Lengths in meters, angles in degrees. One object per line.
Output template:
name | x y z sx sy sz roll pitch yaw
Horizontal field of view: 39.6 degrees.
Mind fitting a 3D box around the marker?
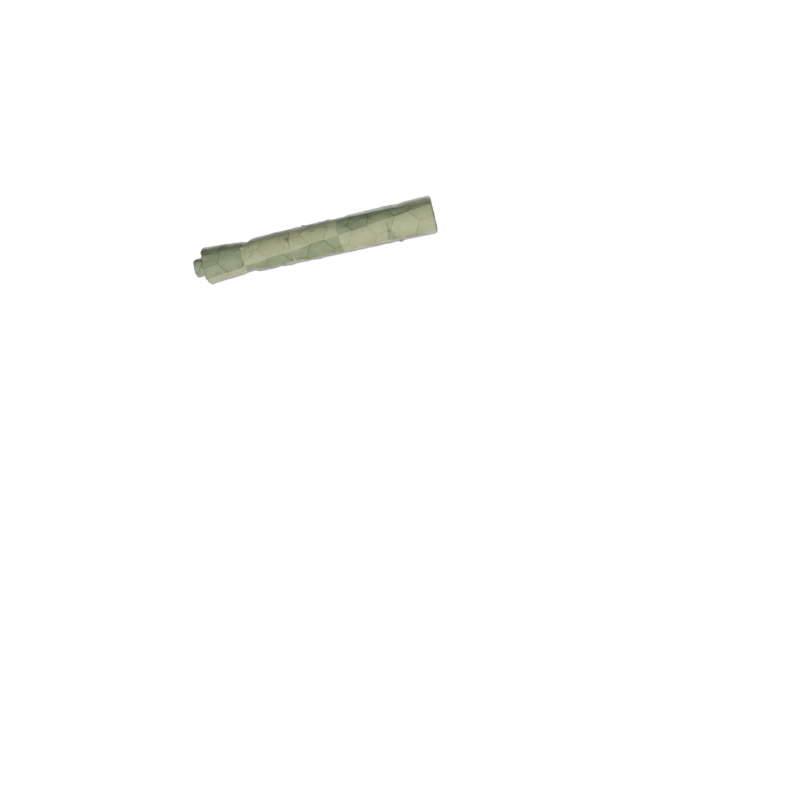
marker | -0.043 -0.078 0.544 0.121 0.020 0.020 -12 3 7
